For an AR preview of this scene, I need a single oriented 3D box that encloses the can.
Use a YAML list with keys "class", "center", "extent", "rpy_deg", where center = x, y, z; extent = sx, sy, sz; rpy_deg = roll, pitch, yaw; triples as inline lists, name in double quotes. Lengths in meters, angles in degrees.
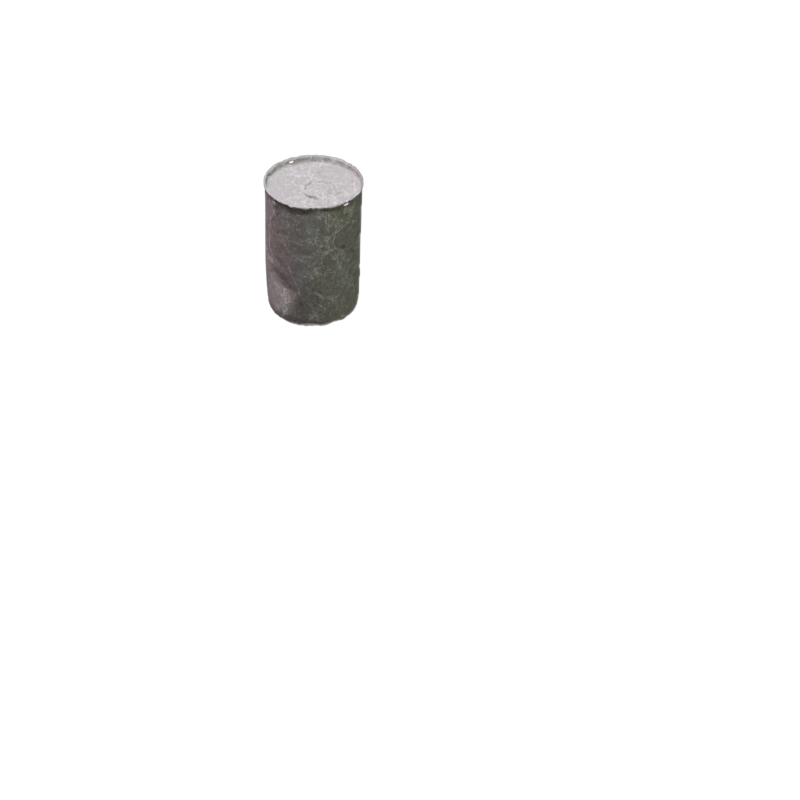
- class: "can"
  center: [-0.061, -0.111, 0.776]
  extent: [0.068, 0.095, 0.073]
  rpy_deg: [0, 38, -3]
